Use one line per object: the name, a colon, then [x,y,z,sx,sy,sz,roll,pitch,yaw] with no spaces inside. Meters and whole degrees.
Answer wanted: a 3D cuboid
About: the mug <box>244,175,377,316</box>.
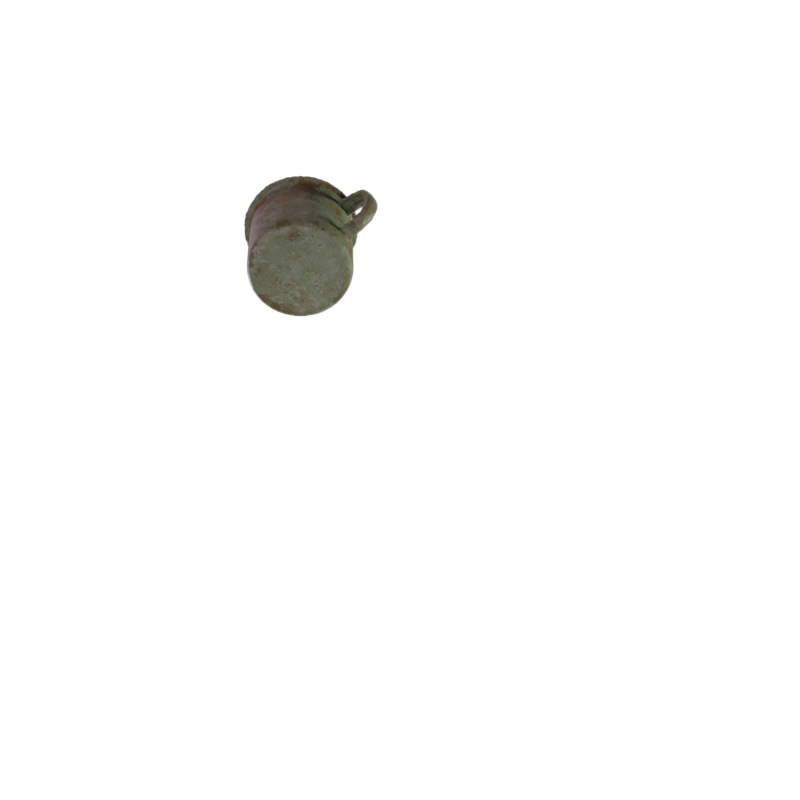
mug: [-0.068,-0.124,0.867,0.117,0.088,0.086,-29,26,13]
